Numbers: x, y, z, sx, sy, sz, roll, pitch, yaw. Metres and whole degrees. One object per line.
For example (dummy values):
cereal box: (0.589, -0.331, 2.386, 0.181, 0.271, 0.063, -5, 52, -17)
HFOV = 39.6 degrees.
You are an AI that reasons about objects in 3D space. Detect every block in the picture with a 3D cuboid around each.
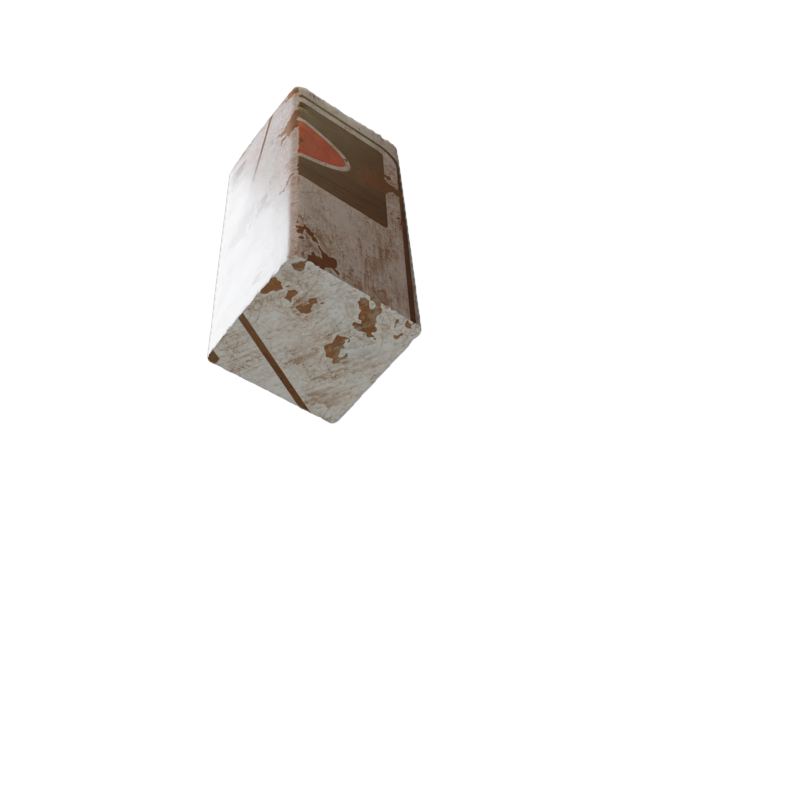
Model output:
block: (-0.055, -0.101, 0.700, 0.087, 0.088, 0.221, 29, 31, -24)
